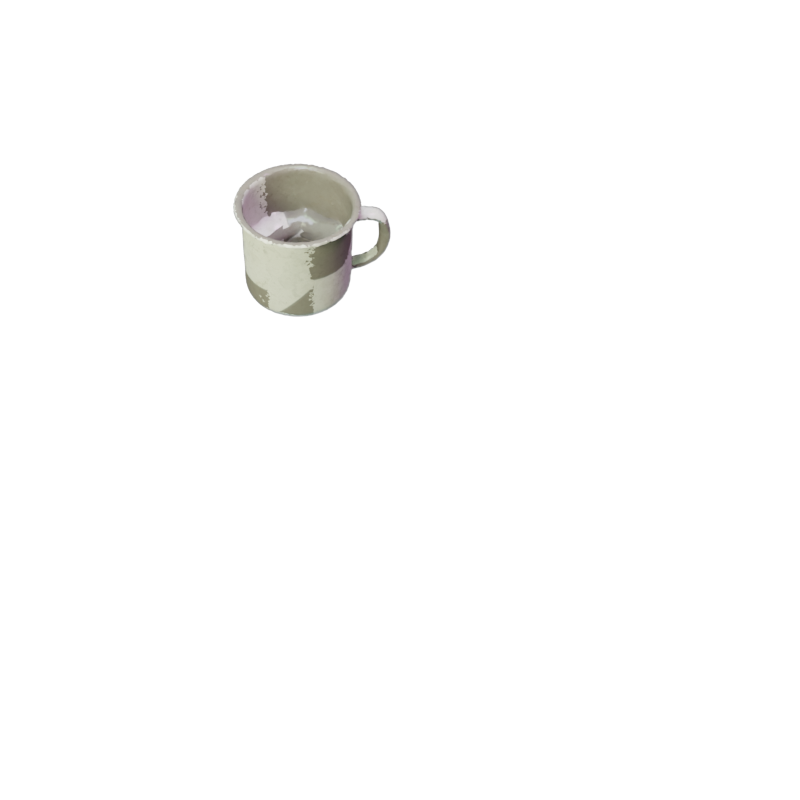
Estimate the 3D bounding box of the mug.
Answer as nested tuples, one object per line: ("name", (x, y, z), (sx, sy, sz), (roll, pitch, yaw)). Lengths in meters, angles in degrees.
("mug", (-0.065, -0.119, 0.835), (0.116, 0.101, 0.076), (-8, -42, -9))
